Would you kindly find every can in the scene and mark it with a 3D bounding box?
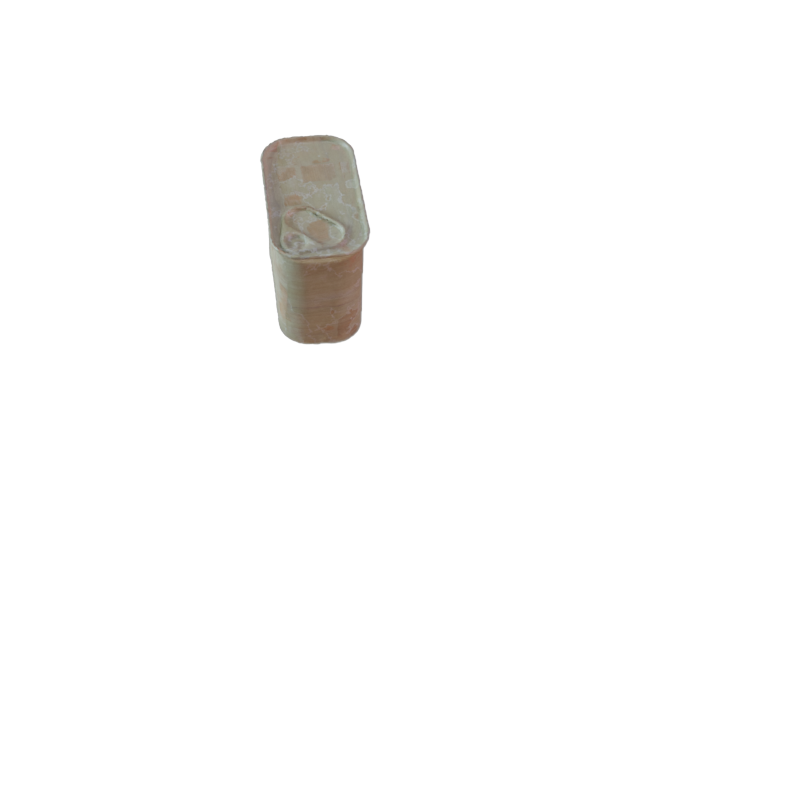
[{"bbox_3d":[-0.053,-0.096,0.676,0.057,0.110,0.078,-5,-40,-7],"label":"can"}]
